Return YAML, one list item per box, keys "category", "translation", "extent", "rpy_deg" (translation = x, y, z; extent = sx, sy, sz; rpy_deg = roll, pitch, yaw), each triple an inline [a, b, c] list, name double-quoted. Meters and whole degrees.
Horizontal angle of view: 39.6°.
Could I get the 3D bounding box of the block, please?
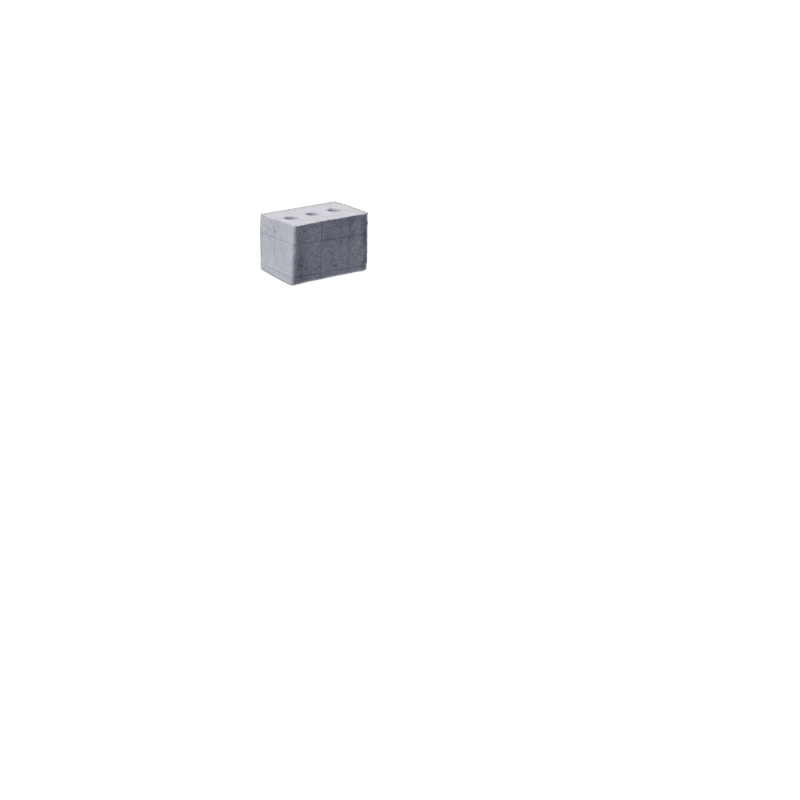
- category: "block"
  translation: [-0.073, -0.134, 0.935]
  extent: [0.076, 0.049, 0.056]
  rpy_deg: [-15, 26, -34]
